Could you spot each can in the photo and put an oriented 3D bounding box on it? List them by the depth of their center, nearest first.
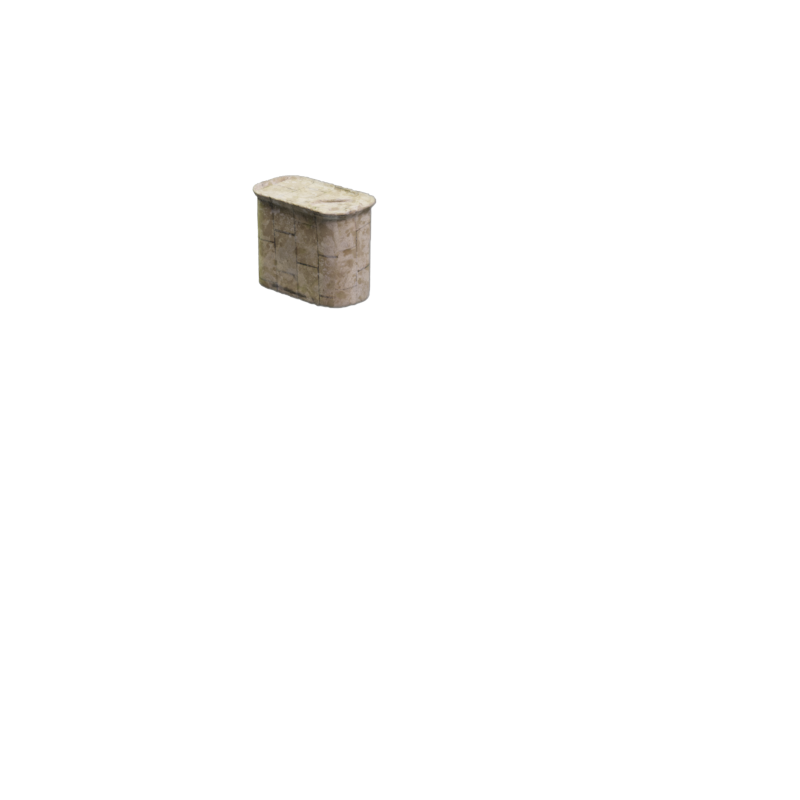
[{"bbox_3d":[-0.070,-0.128,0.895,0.108,0.080,0.057,21,30,36],"label":"can"}]
